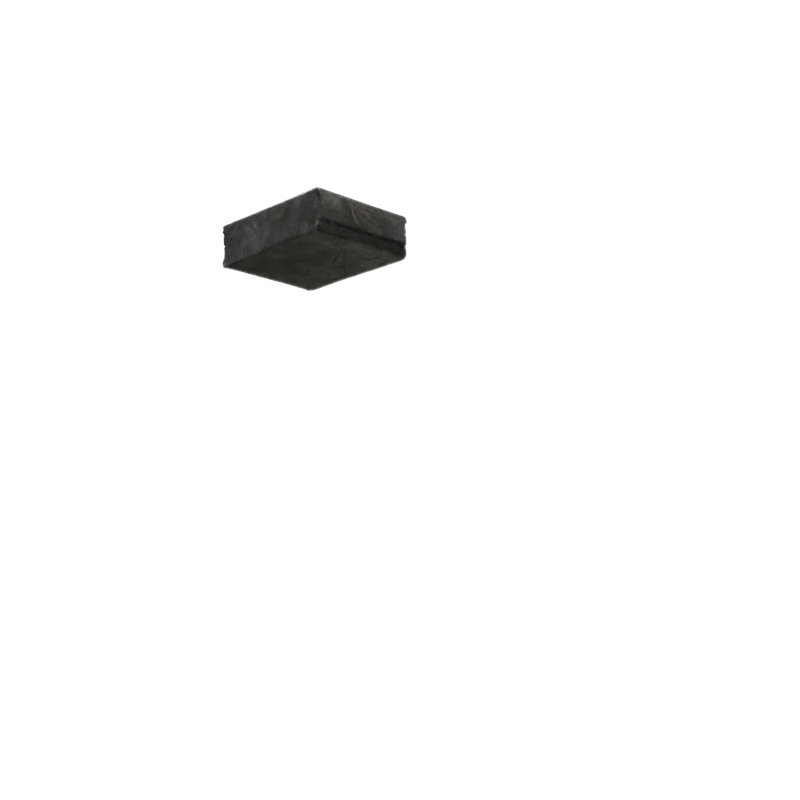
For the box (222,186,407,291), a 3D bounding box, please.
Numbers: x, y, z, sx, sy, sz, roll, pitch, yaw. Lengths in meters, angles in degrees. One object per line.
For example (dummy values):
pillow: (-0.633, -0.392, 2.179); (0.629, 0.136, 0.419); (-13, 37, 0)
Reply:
box: (-0.065, -0.118, 0.829); (0.085, 0.041, 0.115); (14, -20, -42)
